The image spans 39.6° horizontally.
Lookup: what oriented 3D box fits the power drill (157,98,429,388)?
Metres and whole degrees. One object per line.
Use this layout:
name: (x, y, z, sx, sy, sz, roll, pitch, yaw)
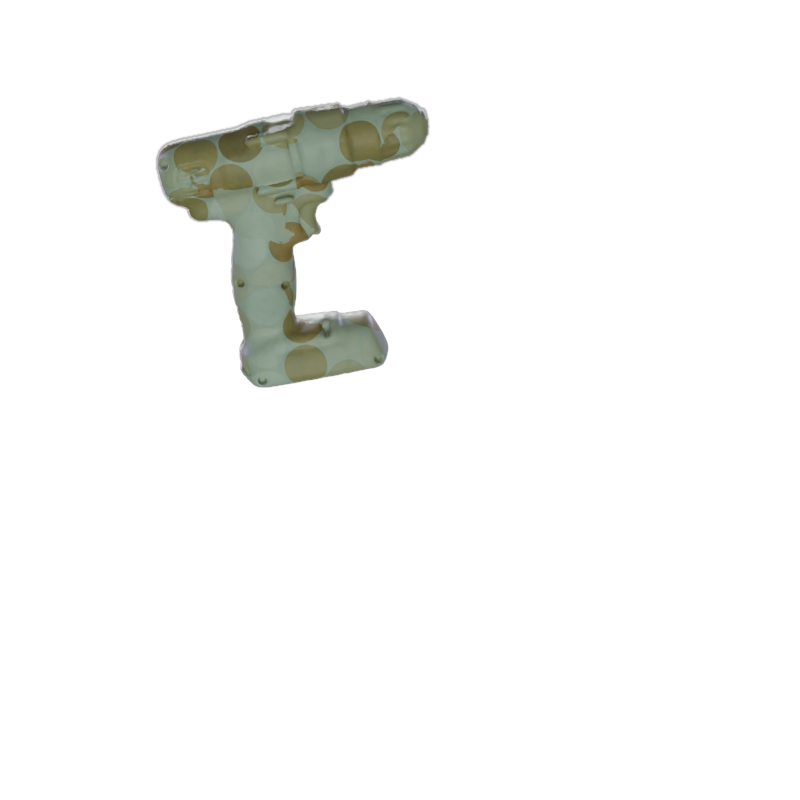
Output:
power drill: (-0.060, -0.110, 0.770, 0.185, 0.179, 0.060, -10, 20, 3)
